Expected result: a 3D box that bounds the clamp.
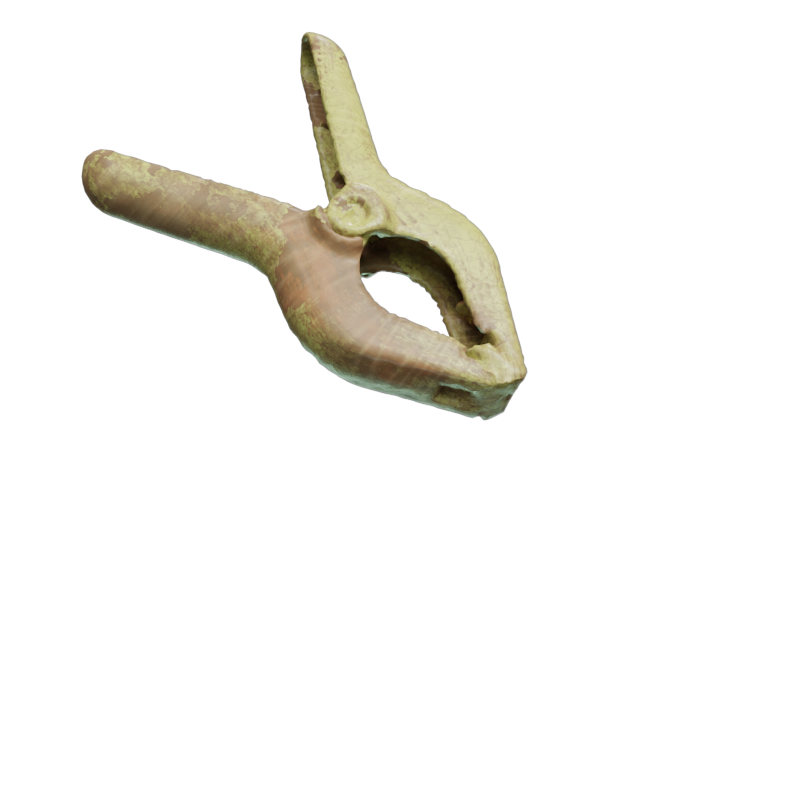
[{"bbox_3d":[-0.031,-0.057,0.398,0.120,0.183,0.037,-30,-27,-17],"label":"clamp"}]
